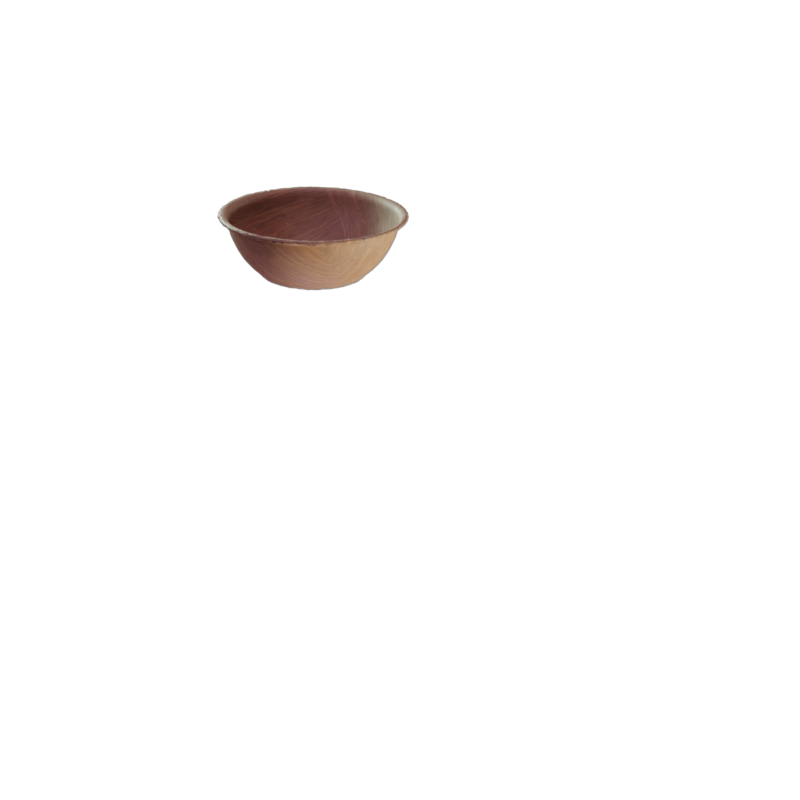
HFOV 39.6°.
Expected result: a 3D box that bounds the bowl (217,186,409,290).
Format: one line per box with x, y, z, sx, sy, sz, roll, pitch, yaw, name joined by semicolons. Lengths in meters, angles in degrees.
-0.074;-0.135;0.947;0.162;0.052;0.171;-1;25;-2;bowl
